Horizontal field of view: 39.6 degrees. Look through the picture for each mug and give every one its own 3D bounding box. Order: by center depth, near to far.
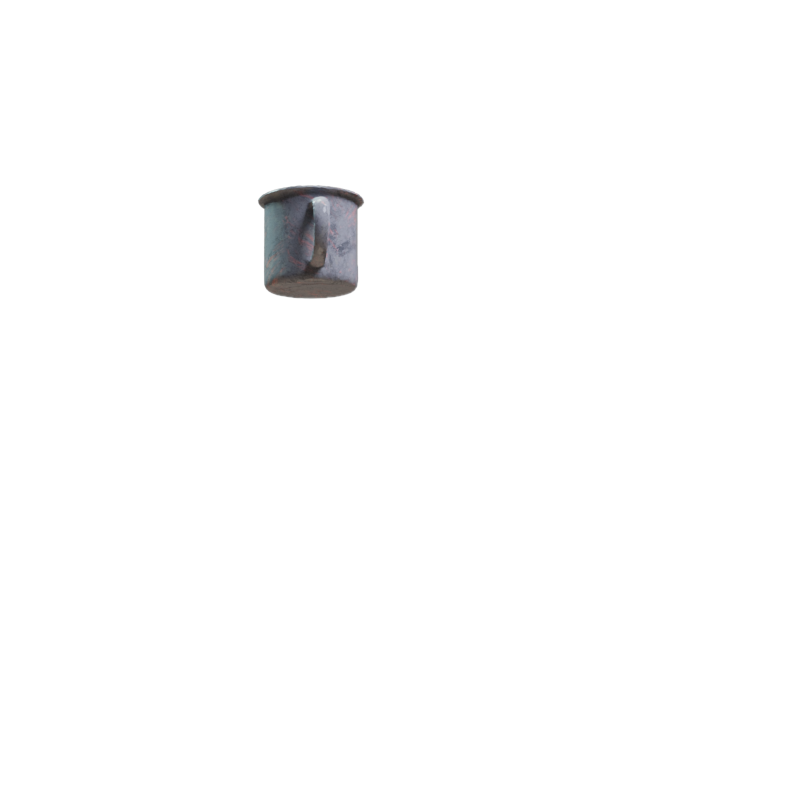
[{"bbox_3d":[-0.075,-0.136,0.955,0.092,0.084,0.116,2,-10,-13],"label":"mug"}]
